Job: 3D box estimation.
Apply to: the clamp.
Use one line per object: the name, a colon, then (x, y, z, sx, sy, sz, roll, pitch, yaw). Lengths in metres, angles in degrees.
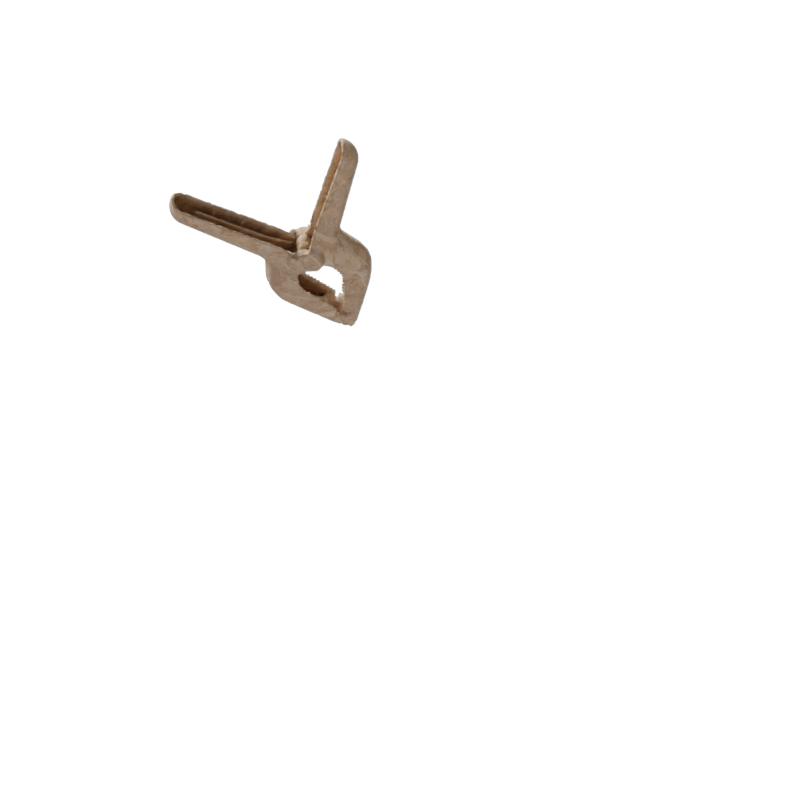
clamp: (-0.074, -0.136, 0.951, 0.166, 0.039, 0.194, -18, -41, 22)
